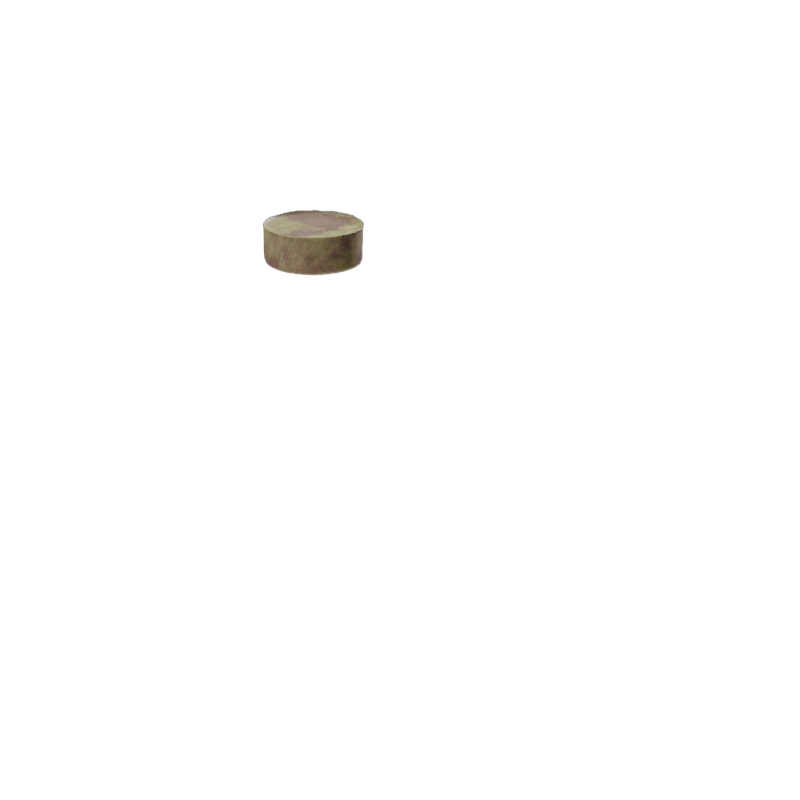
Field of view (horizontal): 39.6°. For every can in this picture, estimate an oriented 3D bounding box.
[{"bbox_3d":[-0.074,-0.135,0.943,0.086,0.032,0.090,-1,23,-2],"label":"can"}]
